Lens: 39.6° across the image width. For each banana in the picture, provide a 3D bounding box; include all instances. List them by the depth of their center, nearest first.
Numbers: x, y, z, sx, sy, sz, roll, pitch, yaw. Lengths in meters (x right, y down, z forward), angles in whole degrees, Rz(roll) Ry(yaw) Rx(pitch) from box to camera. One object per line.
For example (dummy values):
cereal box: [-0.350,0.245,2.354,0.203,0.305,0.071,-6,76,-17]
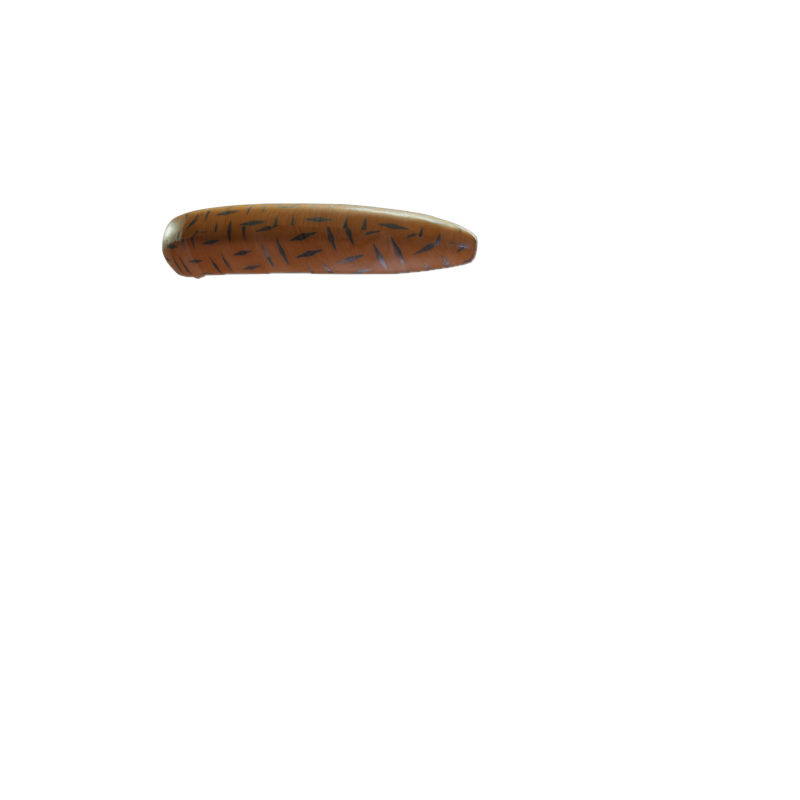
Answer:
banana: [-0.059,-0.082,0.572,0.205,0.037,0.067,4,5,37]
